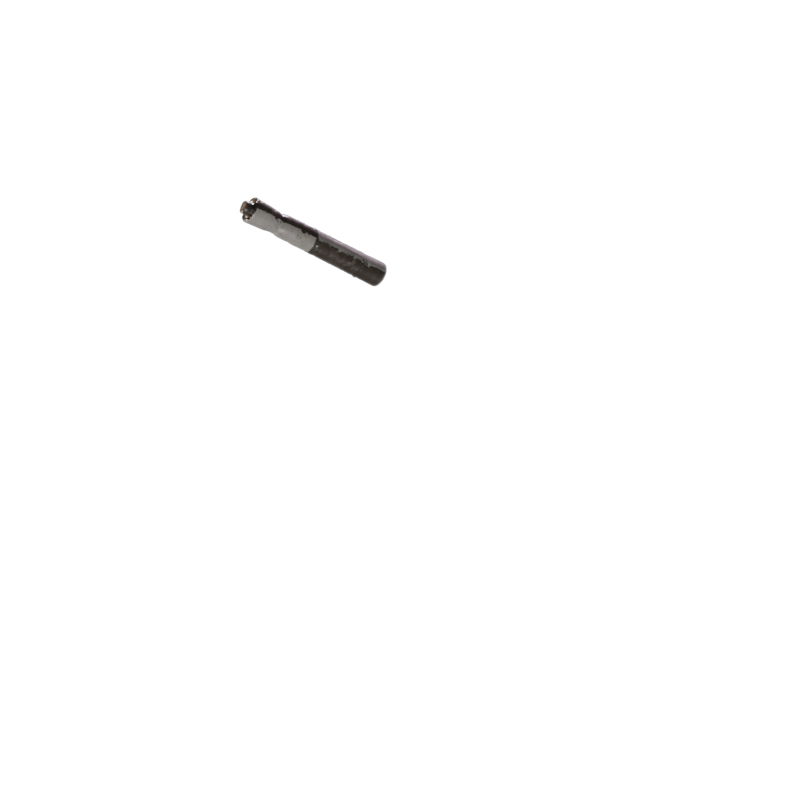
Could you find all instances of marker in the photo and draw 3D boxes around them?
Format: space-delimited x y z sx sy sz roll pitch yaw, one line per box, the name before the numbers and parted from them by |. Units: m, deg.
marker | -0.061 -0.112 0.784 0.114 0.020 0.020 24 -9 -29
